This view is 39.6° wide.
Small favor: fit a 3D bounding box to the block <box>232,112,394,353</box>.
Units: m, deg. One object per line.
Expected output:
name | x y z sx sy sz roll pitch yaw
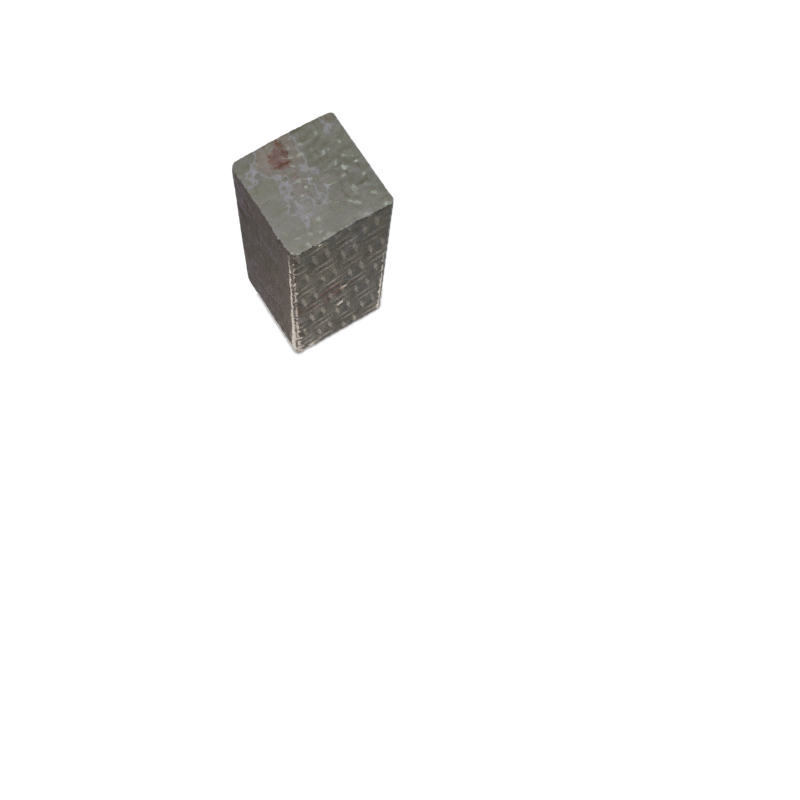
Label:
block | -0.071 -0.127 0.892 0.090 0.095 0.197 -30 -14 -13
